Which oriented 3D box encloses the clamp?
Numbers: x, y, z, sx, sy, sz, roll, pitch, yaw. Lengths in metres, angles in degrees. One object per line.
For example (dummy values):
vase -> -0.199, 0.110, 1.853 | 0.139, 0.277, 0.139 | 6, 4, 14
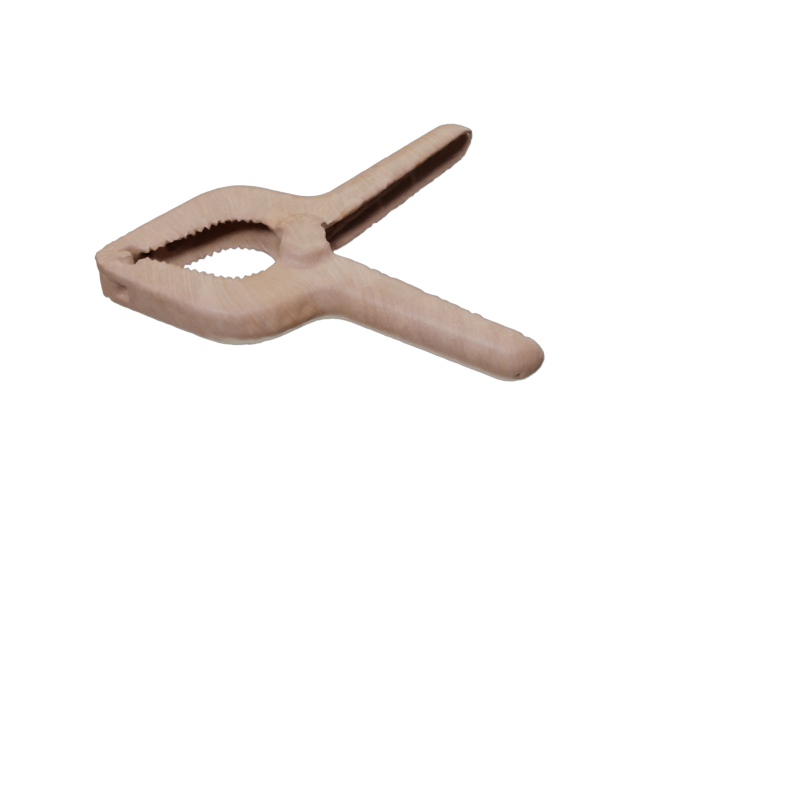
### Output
clamp -> -0.043, -0.079, 0.555 | 0.210, 0.177, 0.034 | -1, -40, -1
